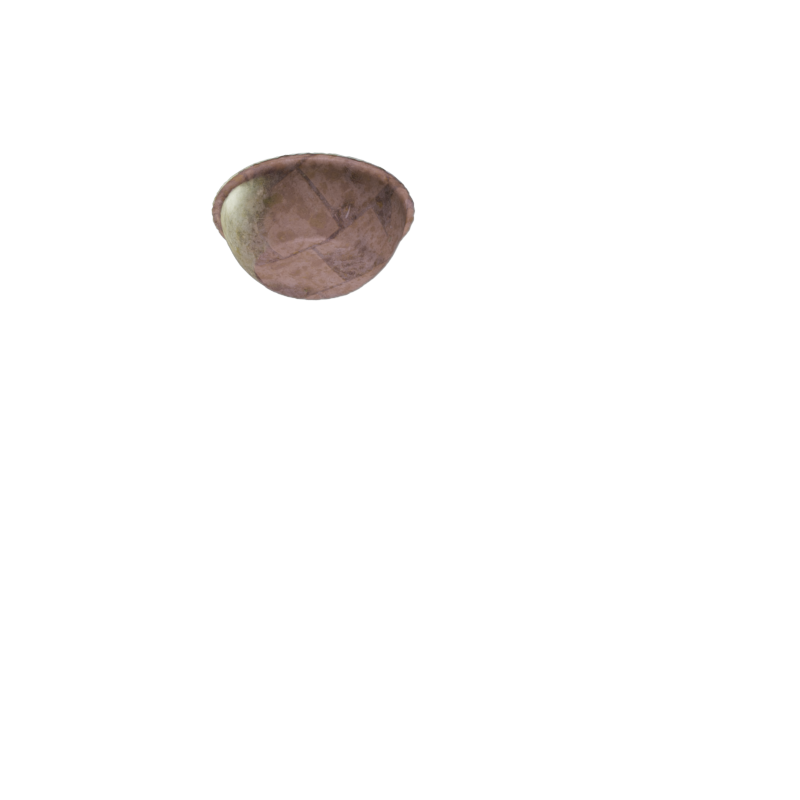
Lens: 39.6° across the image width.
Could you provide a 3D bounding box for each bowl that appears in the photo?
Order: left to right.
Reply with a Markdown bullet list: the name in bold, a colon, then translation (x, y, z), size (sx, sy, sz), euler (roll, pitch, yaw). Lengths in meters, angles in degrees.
- **bowl**: translation (-0.068, -0.124, 0.869), size (0.162, 0.059, 0.153), euler (1, -27, -2)
